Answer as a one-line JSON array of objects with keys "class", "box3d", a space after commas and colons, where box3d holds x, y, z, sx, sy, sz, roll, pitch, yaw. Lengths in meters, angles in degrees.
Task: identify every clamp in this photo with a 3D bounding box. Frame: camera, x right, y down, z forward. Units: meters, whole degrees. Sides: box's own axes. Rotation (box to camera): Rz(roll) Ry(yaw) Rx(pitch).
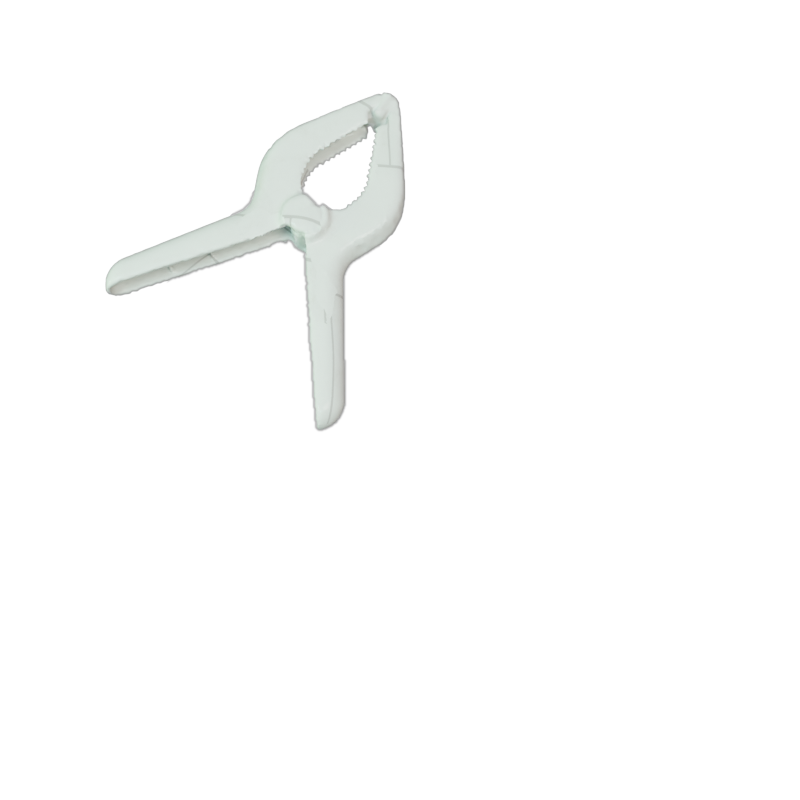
[{"class": "clamp", "box3d": [-0.053, -0.097, 0.679, 0.170, 0.213, 0.035, 38, -16, 12]}]
